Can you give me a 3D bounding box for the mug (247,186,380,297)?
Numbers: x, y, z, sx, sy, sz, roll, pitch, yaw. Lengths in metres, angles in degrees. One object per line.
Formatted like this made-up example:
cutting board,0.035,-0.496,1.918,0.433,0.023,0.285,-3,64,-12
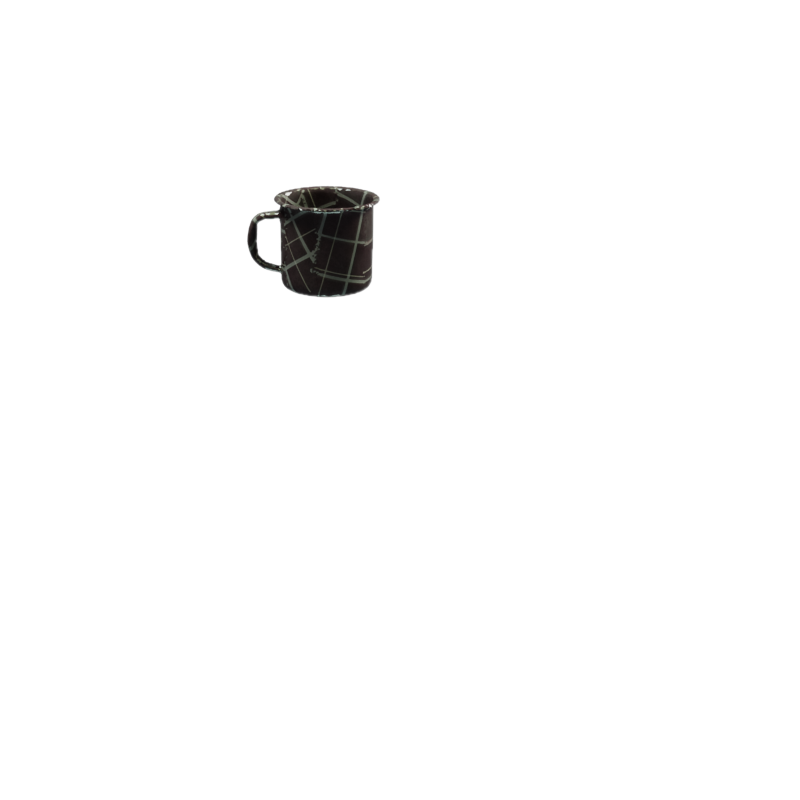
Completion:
mug,-0.077,-0.141,0.984,0.116,0.078,0.098,-2,20,-5
